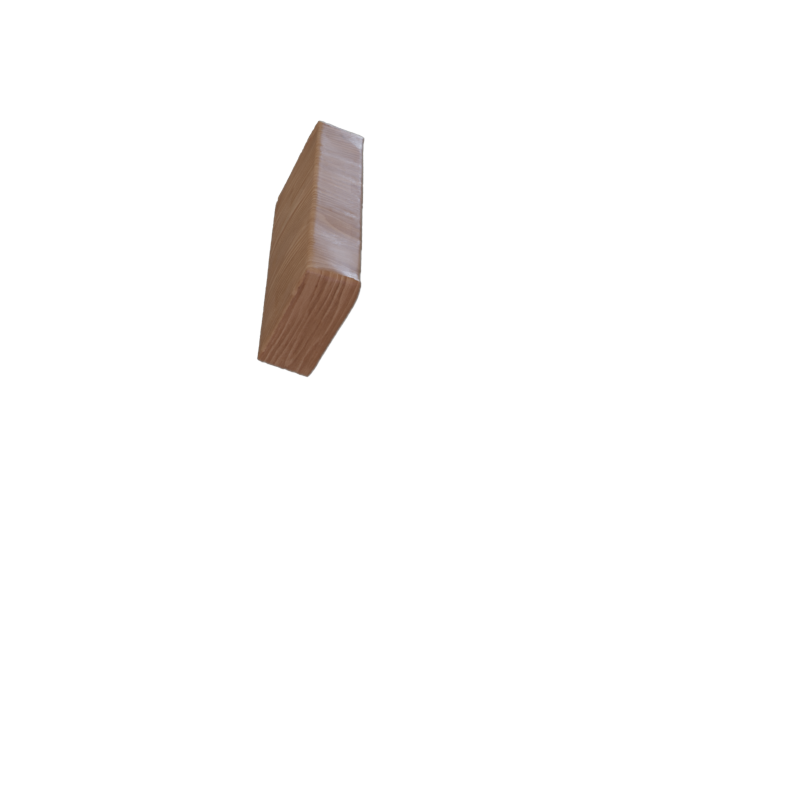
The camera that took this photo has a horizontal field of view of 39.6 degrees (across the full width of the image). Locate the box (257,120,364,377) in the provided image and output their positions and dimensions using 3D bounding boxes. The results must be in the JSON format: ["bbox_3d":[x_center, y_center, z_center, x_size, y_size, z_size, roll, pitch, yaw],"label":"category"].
[{"bbox_3d":[-0.063,-0.114,0.795,0.046,0.189,0.090,18,-50,-20],"label":"box"}]
